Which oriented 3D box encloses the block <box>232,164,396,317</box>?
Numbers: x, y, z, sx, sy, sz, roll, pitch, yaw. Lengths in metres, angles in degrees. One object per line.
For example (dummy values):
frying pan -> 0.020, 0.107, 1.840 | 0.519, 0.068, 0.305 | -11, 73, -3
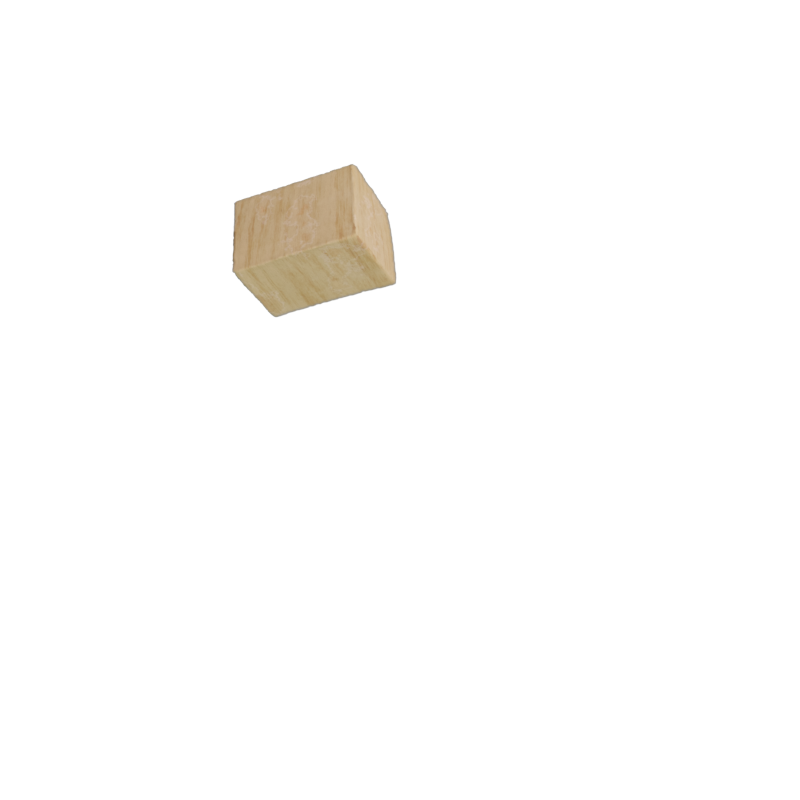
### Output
block -> -0.049, -0.089, 0.620 | 0.079, 0.055, 0.049 | -14, -35, 19
